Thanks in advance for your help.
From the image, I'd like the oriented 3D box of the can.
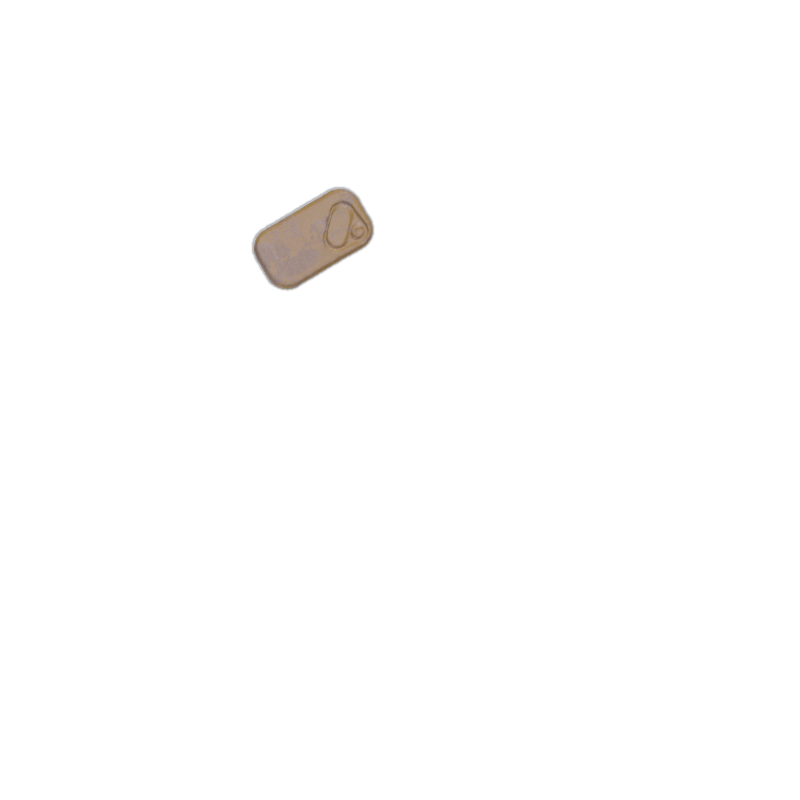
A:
[{"bbox_3d":[-0.077,-0.141,0.986,0.102,0.058,0.084,-31,3,-2],"label":"can"}]
